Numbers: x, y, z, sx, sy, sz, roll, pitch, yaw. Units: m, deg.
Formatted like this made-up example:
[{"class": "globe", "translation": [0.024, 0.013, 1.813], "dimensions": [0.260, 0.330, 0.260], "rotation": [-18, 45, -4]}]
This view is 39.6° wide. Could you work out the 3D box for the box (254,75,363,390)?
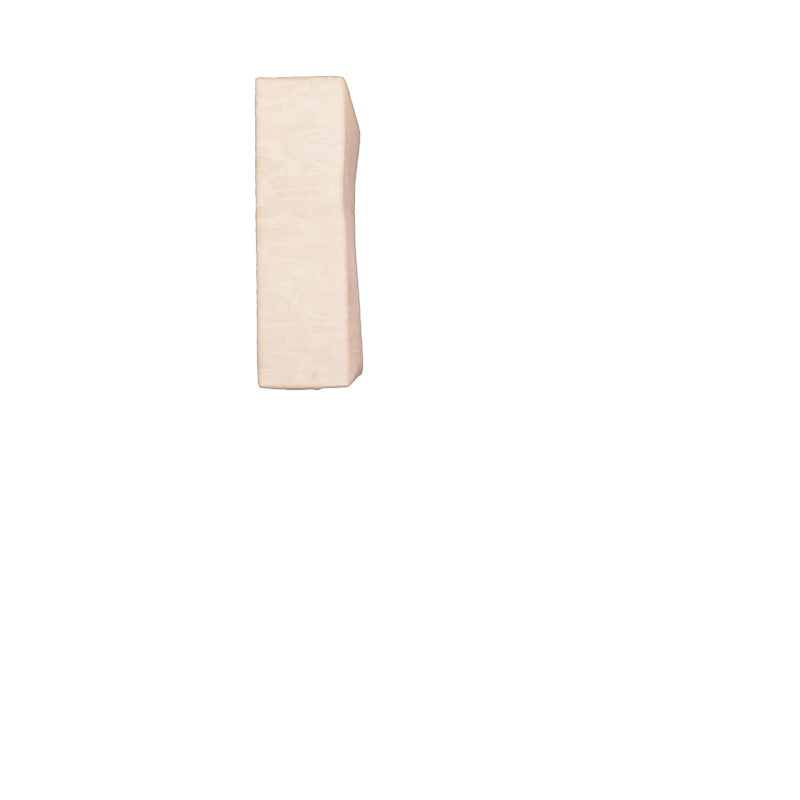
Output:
[{"class": "box", "translation": [-0.065, -0.118, 0.826], "dimensions": [0.072, 0.216, 0.162], "rotation": [0, -3, 1]}]
